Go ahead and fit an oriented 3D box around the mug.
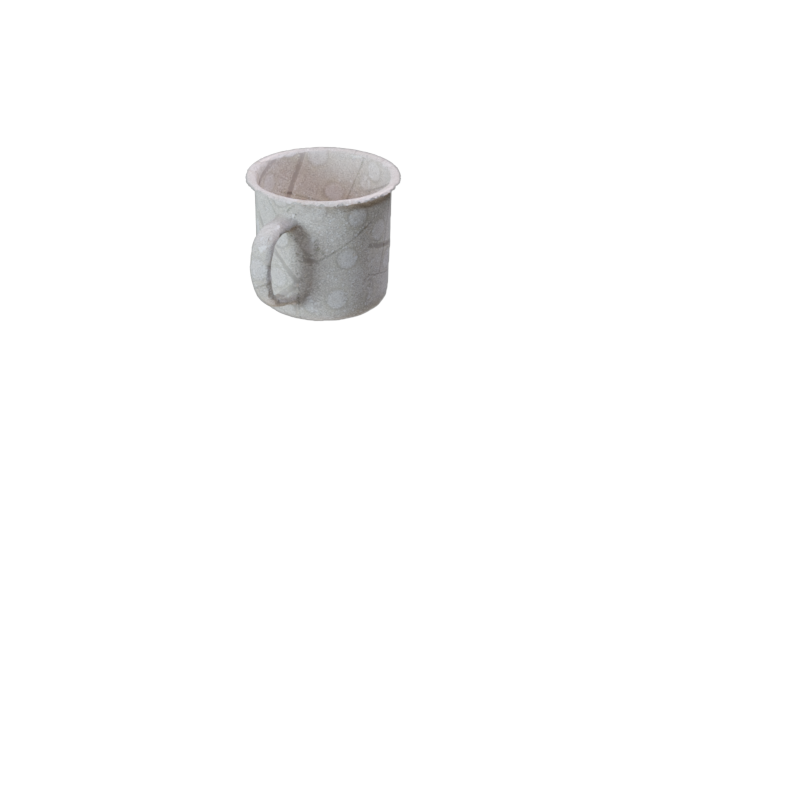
[{"bbox_3d":[-0.052,-0.096,0.670,0.097,0.077,0.119,15,33,23],"label":"mug"}]
